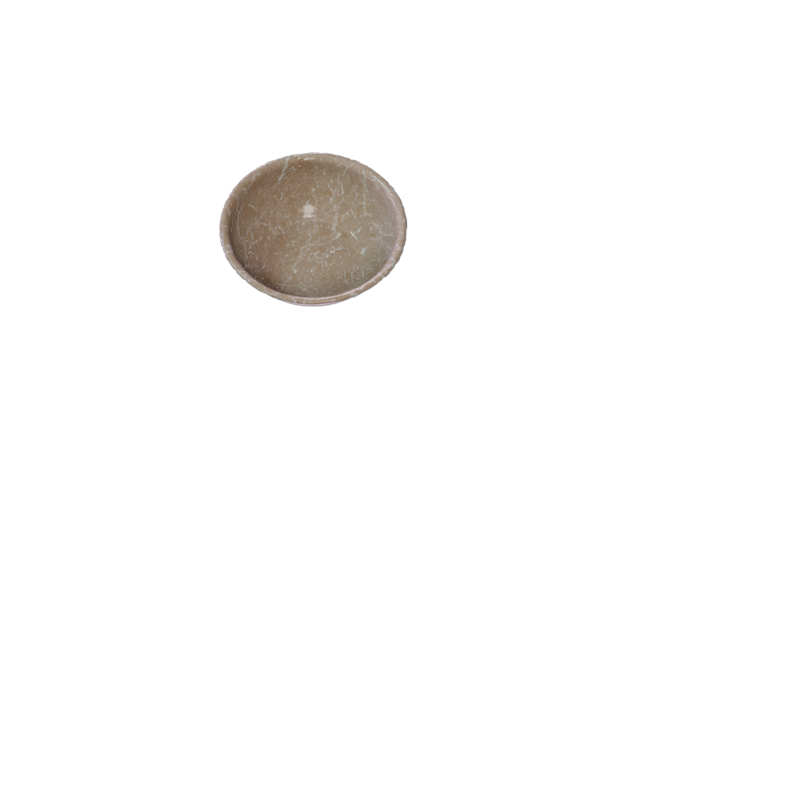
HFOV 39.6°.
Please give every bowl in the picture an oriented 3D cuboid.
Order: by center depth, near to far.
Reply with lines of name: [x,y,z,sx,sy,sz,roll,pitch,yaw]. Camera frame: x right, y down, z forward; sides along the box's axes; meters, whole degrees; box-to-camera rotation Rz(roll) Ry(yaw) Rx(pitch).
bowl: [-0.076,-0.138,0.969,0.162,0.173,0.051,-1,-33,-1]
